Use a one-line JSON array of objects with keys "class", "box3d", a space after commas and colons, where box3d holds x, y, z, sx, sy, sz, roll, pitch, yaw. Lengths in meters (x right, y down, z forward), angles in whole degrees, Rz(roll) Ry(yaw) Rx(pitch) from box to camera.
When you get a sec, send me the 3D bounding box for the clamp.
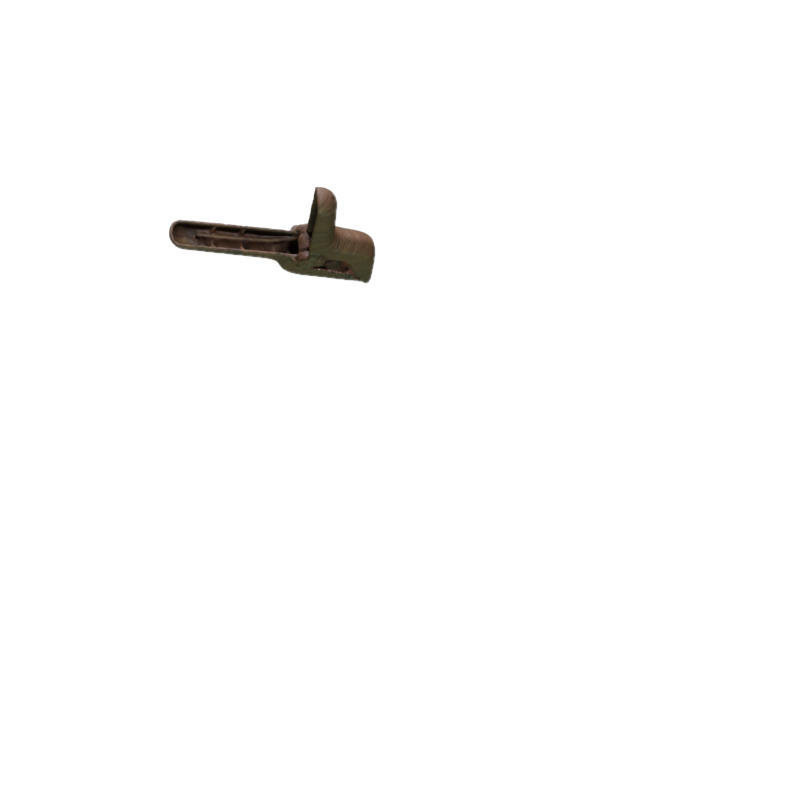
[{"class": "clamp", "box3d": [-0.078, -0.141, 0.990, 0.168, 0.038, 0.198, -7, -12, 37]}]
